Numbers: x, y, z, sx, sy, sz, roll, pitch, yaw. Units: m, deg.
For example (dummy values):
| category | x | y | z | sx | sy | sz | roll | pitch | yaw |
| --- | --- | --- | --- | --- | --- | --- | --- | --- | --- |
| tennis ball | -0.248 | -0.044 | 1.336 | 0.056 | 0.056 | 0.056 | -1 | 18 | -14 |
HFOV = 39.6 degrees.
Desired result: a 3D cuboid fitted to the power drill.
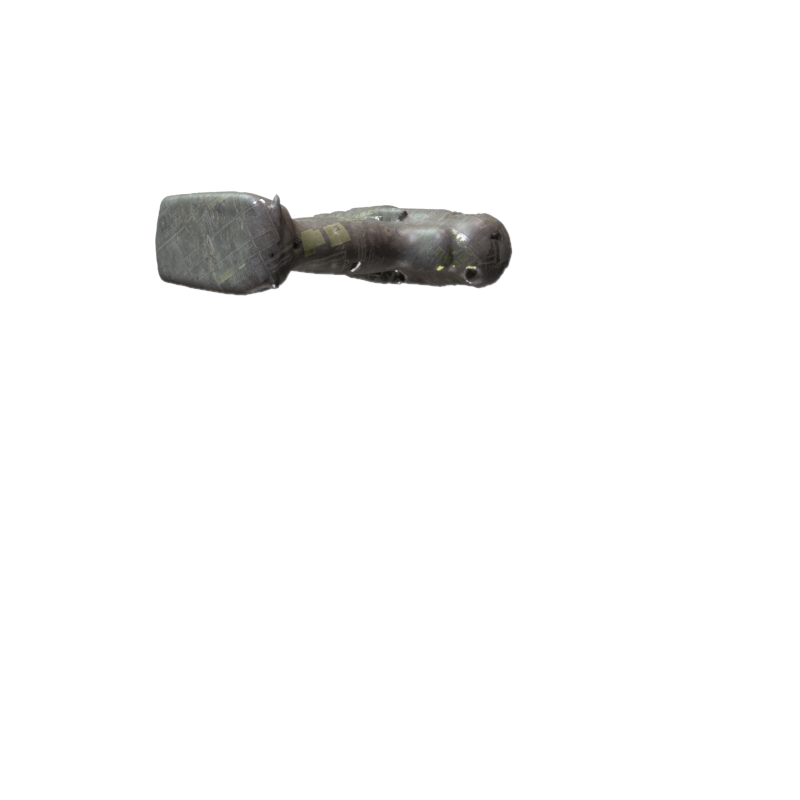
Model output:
| category | x | y | z | sx | sy | sz | roll | pitch | yaw |
| --- | --- | --- | --- | --- | --- | --- | --- | --- | --- |
| power drill | -0.054 | -0.099 | 0.691 | 0.181 | 0.057 | 0.193 | -7 | 10 | -40 |
